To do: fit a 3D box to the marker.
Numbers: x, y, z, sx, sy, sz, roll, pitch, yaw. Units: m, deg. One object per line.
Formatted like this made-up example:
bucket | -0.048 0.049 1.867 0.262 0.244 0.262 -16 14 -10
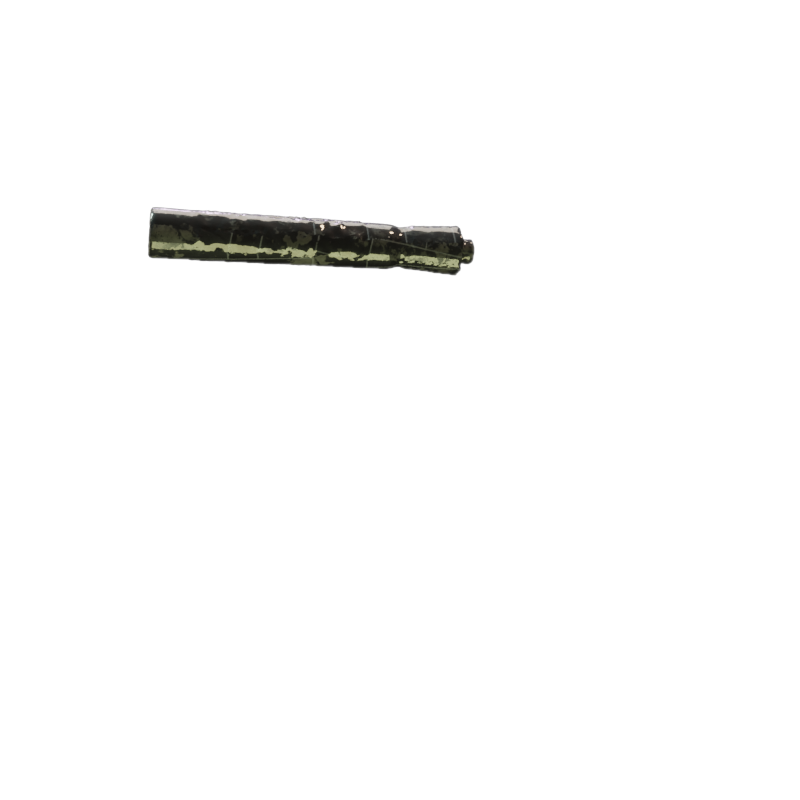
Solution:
marker | -0.032 -0.059 0.413 0.120 0.020 0.020 2 4 -6
